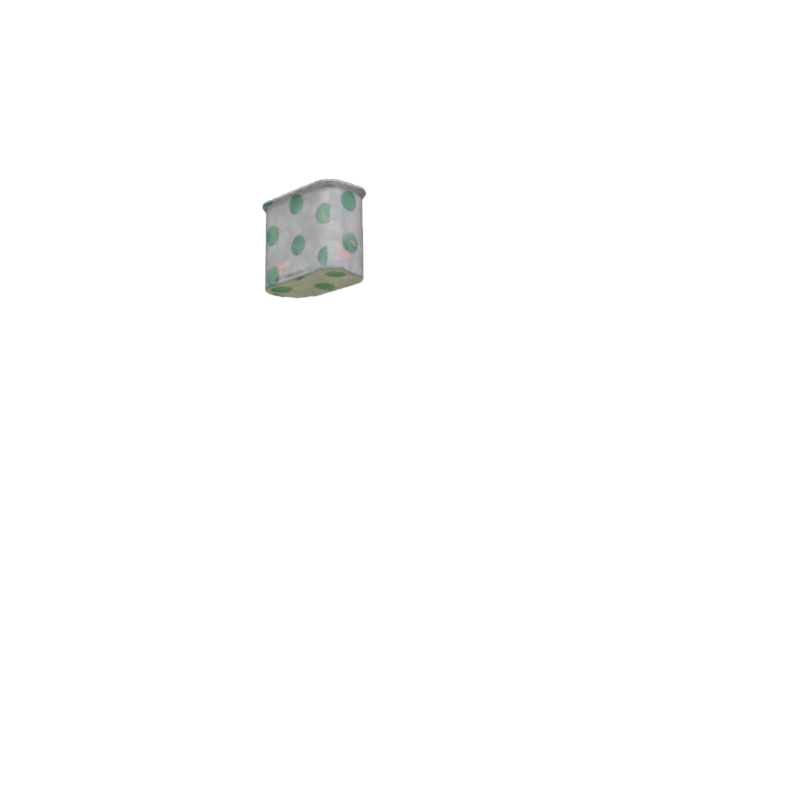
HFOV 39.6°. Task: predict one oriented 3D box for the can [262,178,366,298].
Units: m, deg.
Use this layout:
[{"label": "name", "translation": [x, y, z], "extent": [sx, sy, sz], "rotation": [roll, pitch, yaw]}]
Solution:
[{"label": "can", "translation": [-0.078, -0.143, 0.999], "extent": [0.054, 0.087, 0.104], "rotation": [15, -21, -43]}]
